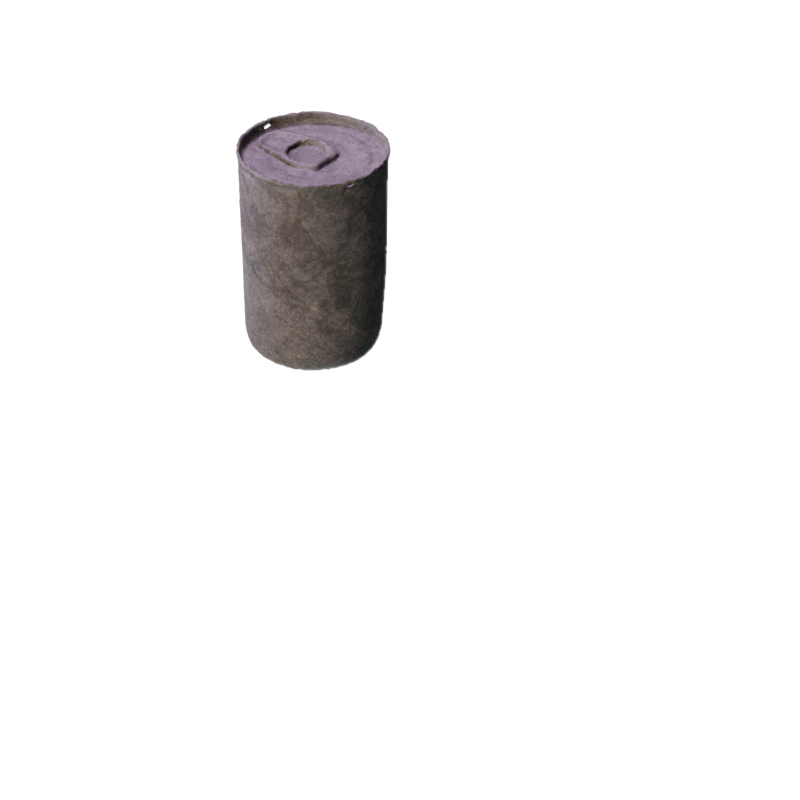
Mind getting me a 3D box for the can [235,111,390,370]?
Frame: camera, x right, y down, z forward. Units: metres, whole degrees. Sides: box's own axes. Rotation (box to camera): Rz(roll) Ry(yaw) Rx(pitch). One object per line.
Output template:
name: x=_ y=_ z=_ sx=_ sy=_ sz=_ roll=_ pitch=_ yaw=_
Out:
can: x=-0.040 y=-0.073 z=0.514 sx=0.068 sy=0.096 sz=0.073 roll=0 pitch=37 yaw=-3
